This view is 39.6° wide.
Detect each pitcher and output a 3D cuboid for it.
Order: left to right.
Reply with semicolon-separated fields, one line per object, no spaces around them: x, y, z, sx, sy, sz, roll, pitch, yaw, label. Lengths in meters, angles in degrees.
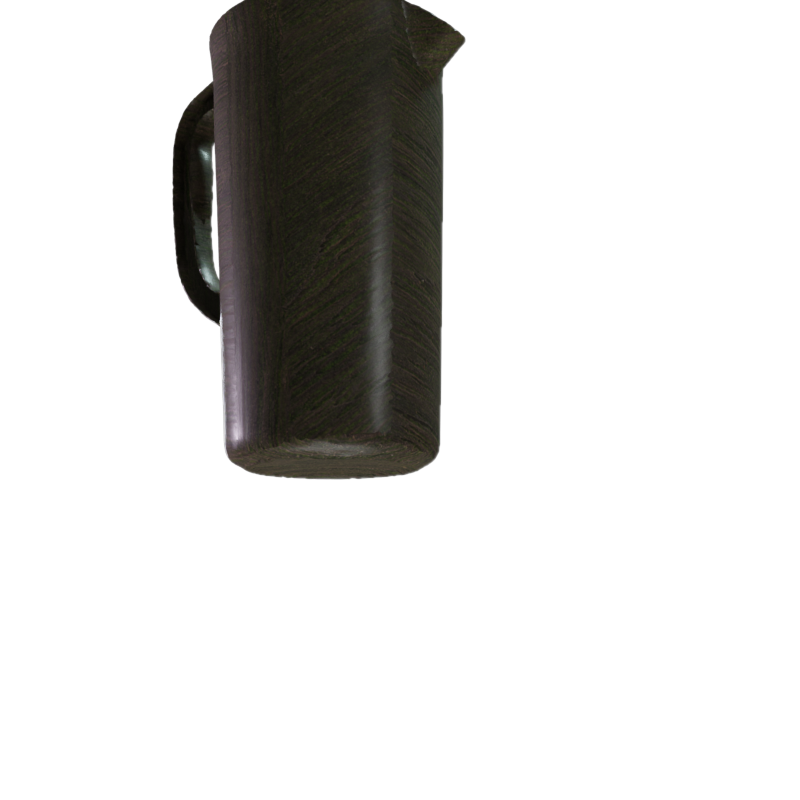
-0.047;-0.085;0.594;0.142;0.253;0.146;3;-16;-14;pitcher
